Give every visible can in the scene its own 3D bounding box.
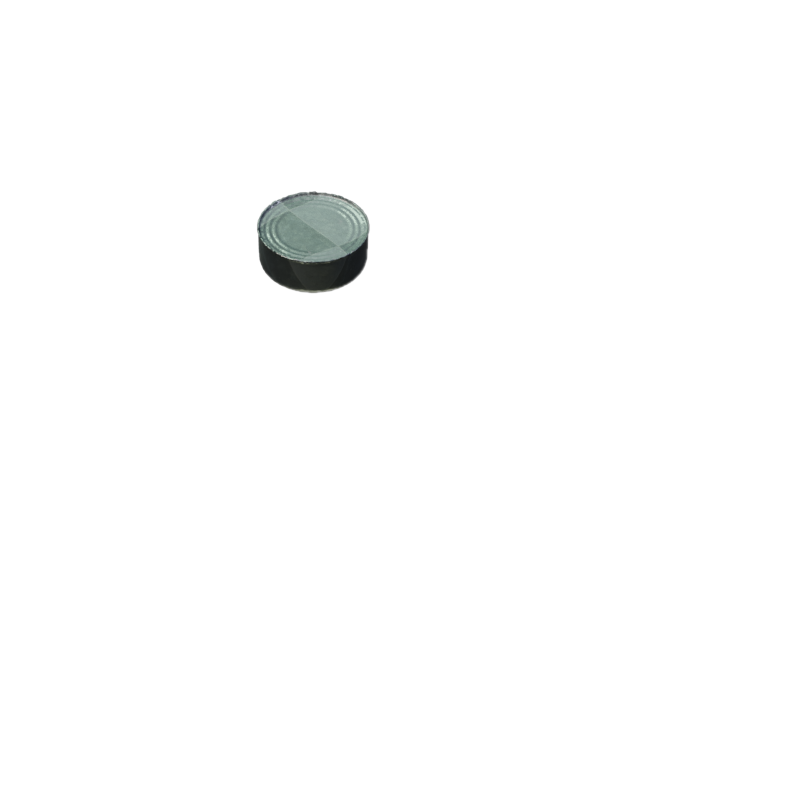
[{"bbox_3d":[-0.067,-0.122,0.852,0.086,0.031,0.092,-1,44,-1],"label":"can"}]
